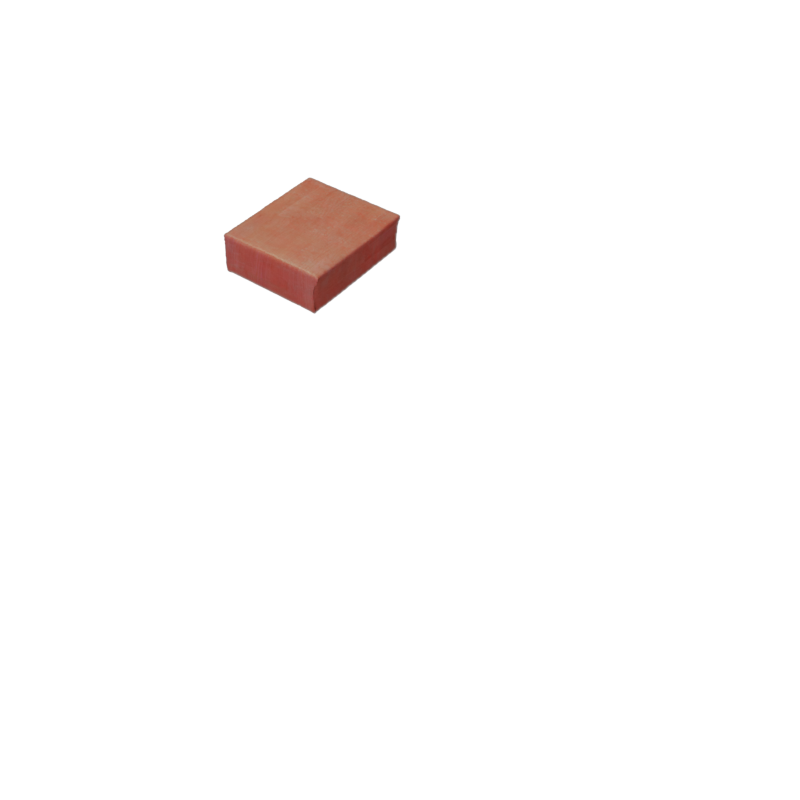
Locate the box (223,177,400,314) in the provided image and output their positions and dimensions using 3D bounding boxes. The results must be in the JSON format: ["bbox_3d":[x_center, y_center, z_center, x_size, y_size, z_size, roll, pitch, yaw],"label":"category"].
[{"bbox_3d":[-0.068,-0.123,0.862,0.095,0.036,0.115,24,46,25],"label":"box"}]
